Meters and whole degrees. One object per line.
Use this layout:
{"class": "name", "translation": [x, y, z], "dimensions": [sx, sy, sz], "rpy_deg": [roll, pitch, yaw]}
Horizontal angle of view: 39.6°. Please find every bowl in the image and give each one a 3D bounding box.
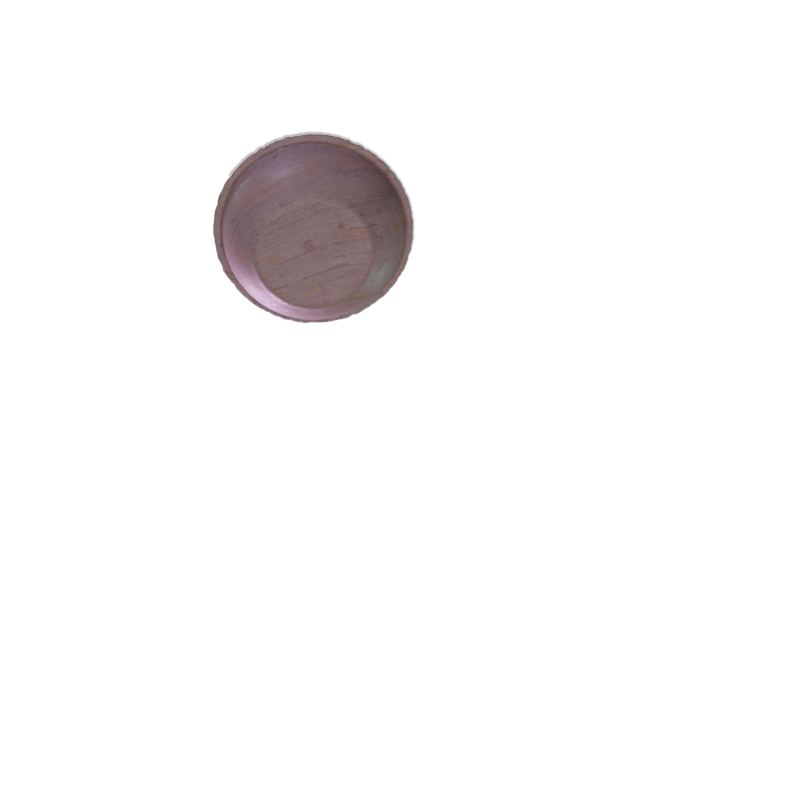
{"class": "bowl", "translation": [-0.068, -0.124, 0.869], "dimensions": [0.162, 0.155, 0.058], "rpy_deg": [1, 22, -1]}
